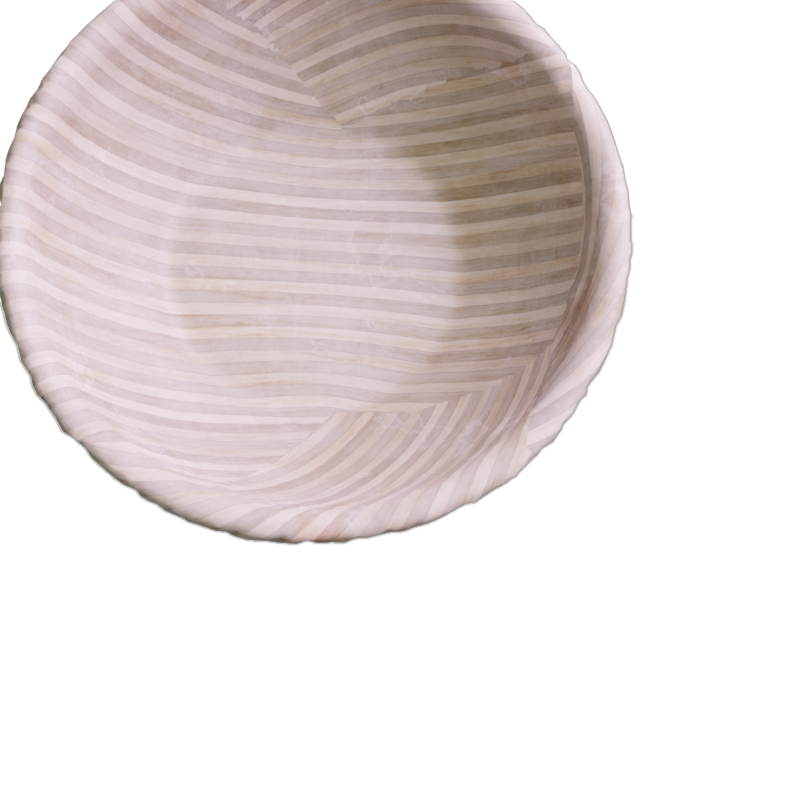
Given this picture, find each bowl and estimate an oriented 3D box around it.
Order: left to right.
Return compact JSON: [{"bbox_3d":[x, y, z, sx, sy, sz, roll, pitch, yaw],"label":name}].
[{"bbox_3d":[-0.024,-0.044,0.305,0.162,0.168,0.053,0,-14,-1],"label":"bowl"}]
